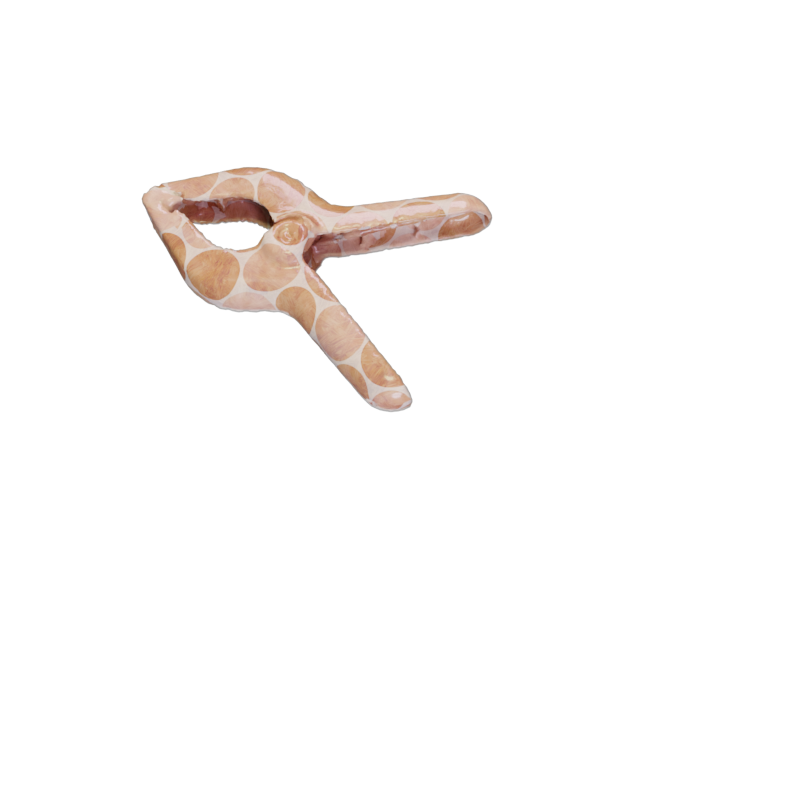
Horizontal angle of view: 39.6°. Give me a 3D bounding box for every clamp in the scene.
[{"bbox_3d":[-0.043,-0.078,0.549,0.179,0.123,0.037,28,-30,18],"label":"clamp"}]
